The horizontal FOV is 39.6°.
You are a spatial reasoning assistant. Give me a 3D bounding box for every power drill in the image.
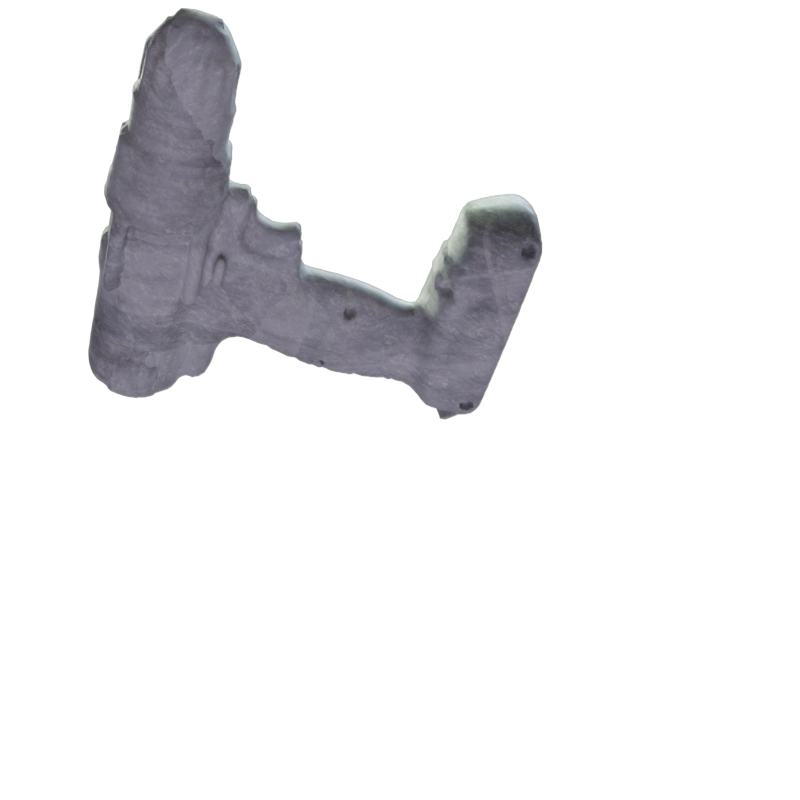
[{"bbox_3d":[-0.039,-0.070,0.493,0.185,0.175,0.061,12,34,-9],"label":"power drill"}]
